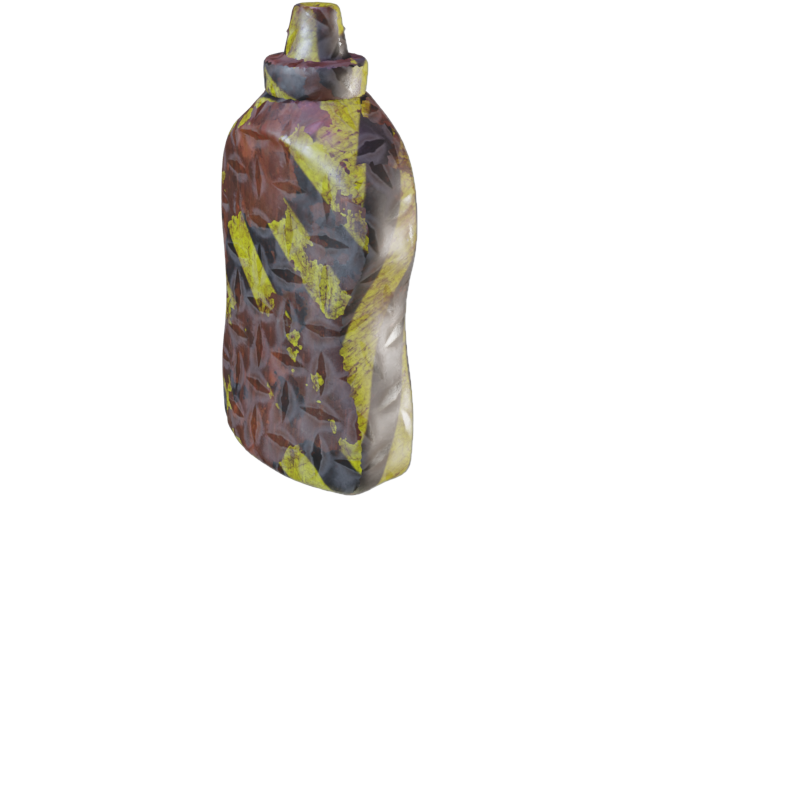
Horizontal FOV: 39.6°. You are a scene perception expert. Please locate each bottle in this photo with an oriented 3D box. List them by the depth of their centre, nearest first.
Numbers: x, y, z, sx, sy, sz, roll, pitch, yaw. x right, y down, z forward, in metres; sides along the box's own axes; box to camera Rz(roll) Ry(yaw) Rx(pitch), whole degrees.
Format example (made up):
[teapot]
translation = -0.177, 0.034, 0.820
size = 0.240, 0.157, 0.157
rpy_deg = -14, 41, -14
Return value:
[bottle]
translation = -0.035, -0.065, 0.455
size = 0.057, 0.183, 0.102
rpy_deg = -15, 27, -37
